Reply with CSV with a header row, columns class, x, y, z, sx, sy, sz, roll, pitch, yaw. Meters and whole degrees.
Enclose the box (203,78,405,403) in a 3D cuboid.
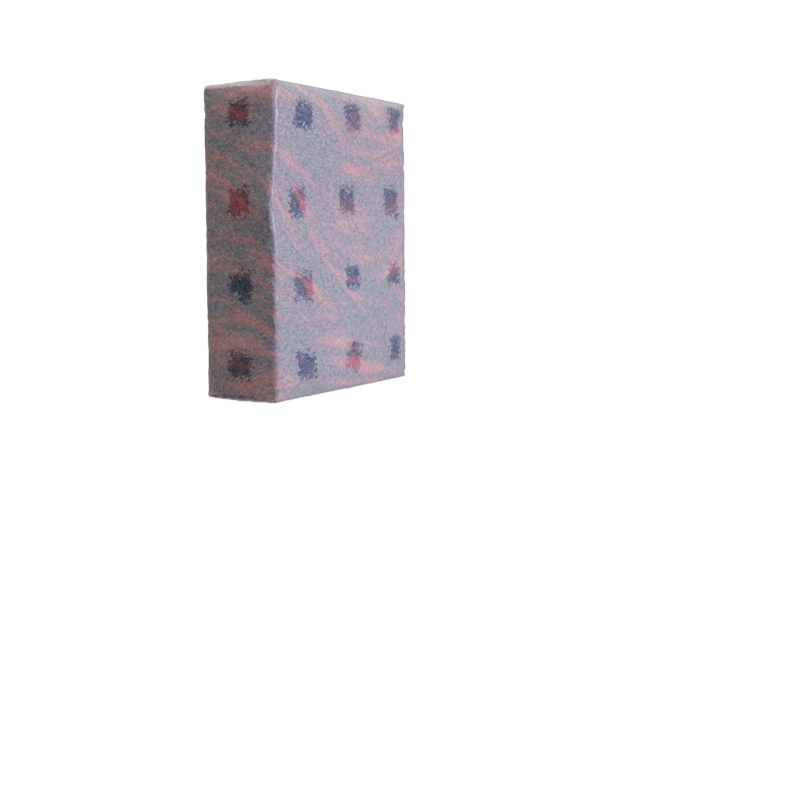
class,x,y,z,sx,sy,sz,roll,pitch,yaw
box,-0.062,-0.114,0.798,0.074,0.213,0.159,0,2,34
